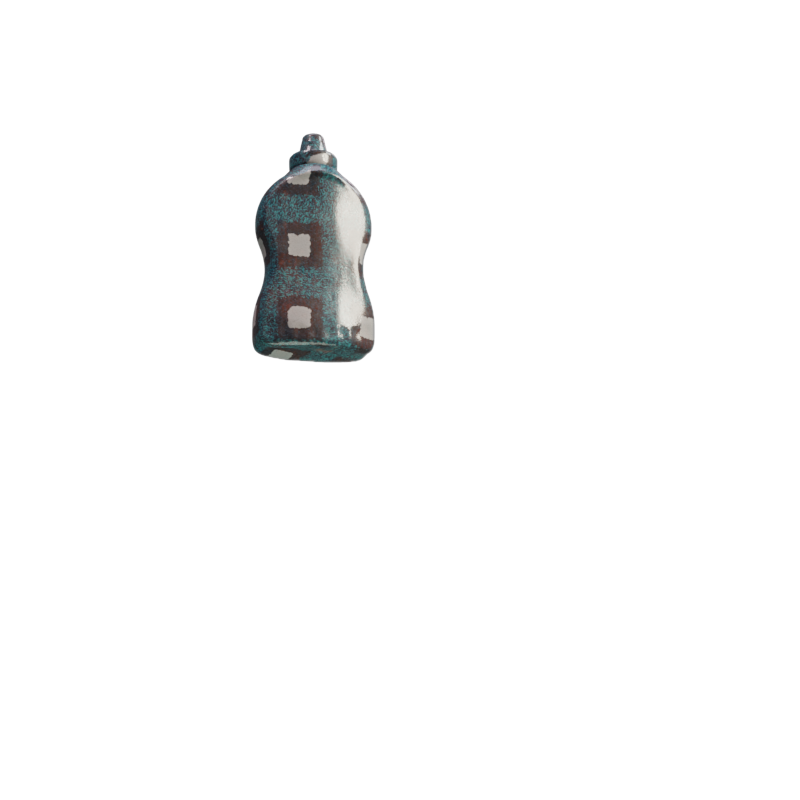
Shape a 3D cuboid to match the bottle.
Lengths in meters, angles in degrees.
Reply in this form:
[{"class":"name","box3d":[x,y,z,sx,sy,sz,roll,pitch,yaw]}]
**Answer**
[{"class":"bottle","box3d":[-0.071,-0.130,0.911,0.094,0.201,0.057,3,-20,-13]}]
